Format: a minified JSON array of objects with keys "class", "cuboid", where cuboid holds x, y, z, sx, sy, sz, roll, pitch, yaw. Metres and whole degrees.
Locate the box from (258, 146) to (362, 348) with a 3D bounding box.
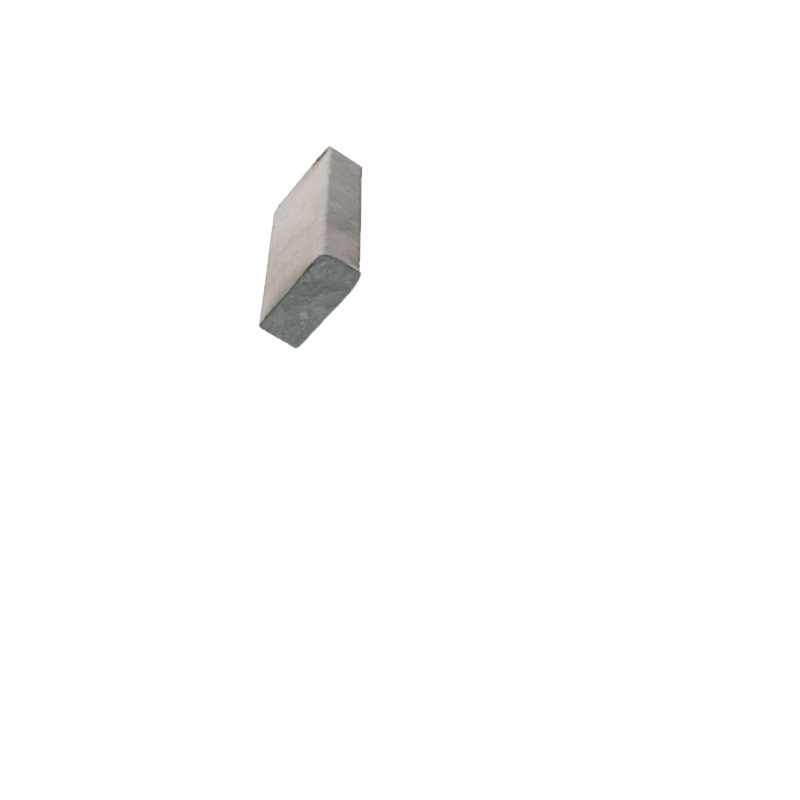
[{"class":"box","cuboid":[-0.075,-0.136,0.955,0.046,0.189,0.091,30,-58,-25]}]
